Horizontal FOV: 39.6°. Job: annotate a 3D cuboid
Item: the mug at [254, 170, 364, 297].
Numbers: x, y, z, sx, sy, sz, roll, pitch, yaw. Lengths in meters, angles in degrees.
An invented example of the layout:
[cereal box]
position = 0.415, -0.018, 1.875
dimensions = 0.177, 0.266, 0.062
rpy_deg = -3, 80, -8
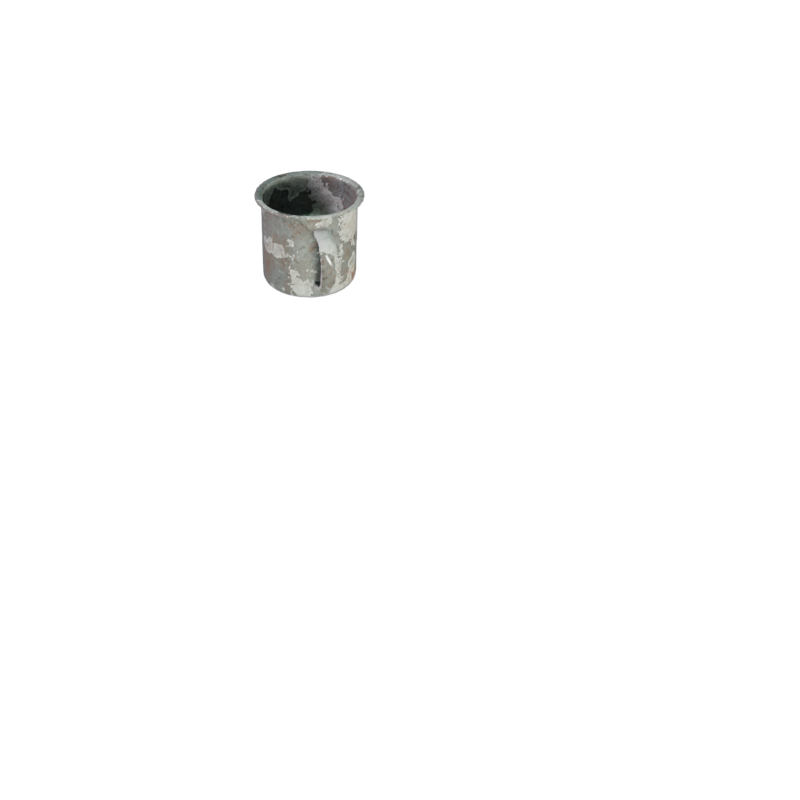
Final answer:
[mug]
position = -0.074, -0.135, 0.943
dimensions = 0.092, 0.077, 0.126
rpy_deg = -9, 34, -16
